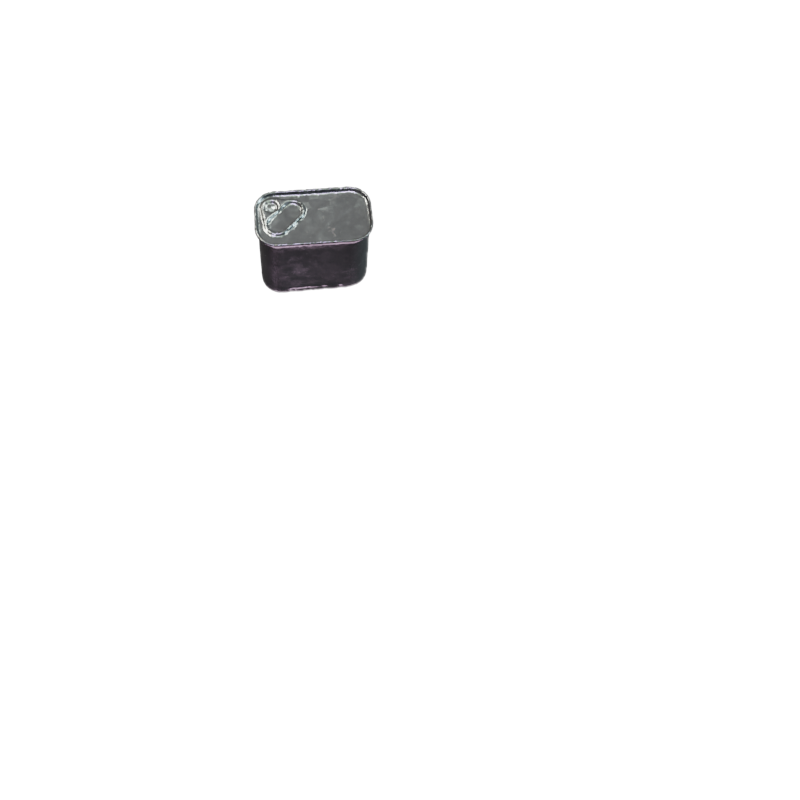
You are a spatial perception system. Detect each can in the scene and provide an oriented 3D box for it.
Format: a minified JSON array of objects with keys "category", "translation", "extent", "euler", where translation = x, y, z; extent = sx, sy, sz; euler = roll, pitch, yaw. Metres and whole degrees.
[{"category":"can","translation":[-0.077,-0.141,0.988],"extent":[0.101,0.061,0.079],"euler":[-4,-28,-4]}]
